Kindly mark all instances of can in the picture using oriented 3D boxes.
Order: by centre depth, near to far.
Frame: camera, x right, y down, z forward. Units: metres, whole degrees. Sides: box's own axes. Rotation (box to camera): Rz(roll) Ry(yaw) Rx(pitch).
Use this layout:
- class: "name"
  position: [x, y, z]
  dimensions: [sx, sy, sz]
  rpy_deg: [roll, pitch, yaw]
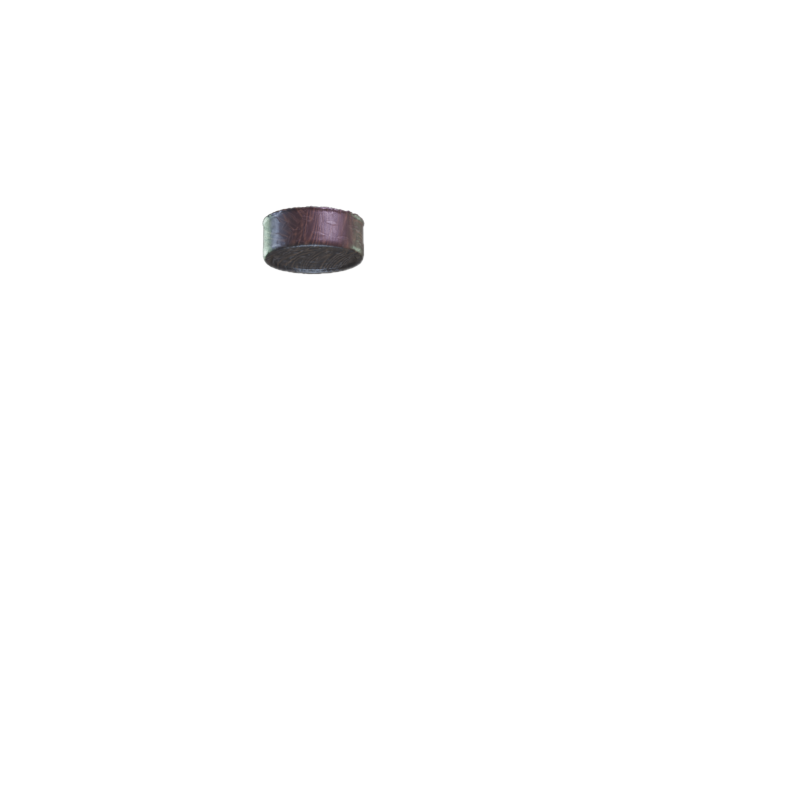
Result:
- class: "can"
  position: [-0.073, -0.132, 0.926]
  dimensions: [0.086, 0.035, 0.083]
  rpy_deg: [0, -11, -2]
